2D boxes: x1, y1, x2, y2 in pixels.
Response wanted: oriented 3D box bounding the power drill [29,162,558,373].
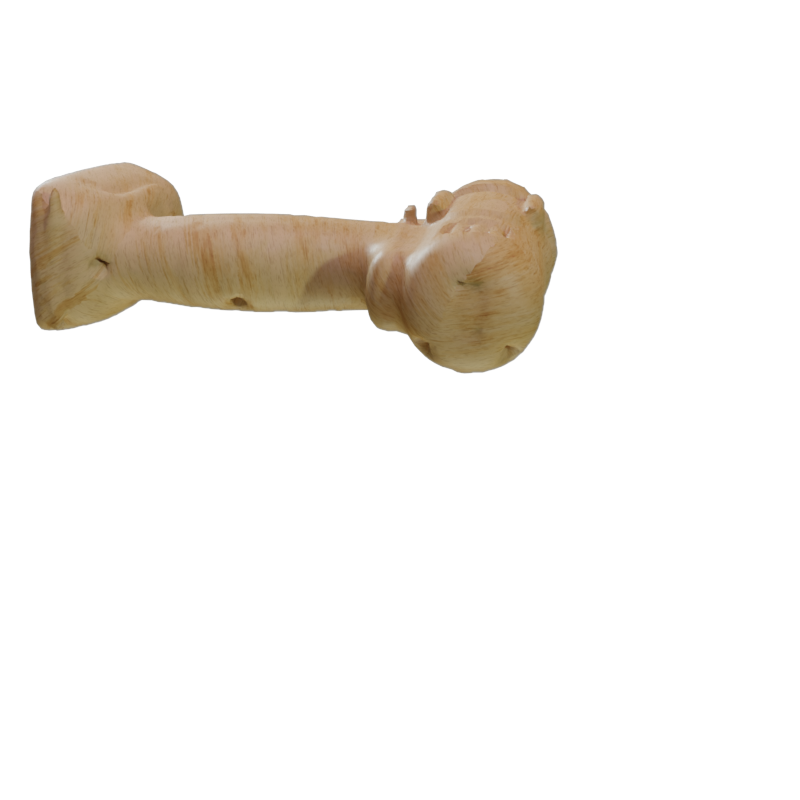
[{"bbox_3d":[-0.034,-0.062,0.435,0.190,0.056,0.187,3,16,9],"label":"power drill"}]
